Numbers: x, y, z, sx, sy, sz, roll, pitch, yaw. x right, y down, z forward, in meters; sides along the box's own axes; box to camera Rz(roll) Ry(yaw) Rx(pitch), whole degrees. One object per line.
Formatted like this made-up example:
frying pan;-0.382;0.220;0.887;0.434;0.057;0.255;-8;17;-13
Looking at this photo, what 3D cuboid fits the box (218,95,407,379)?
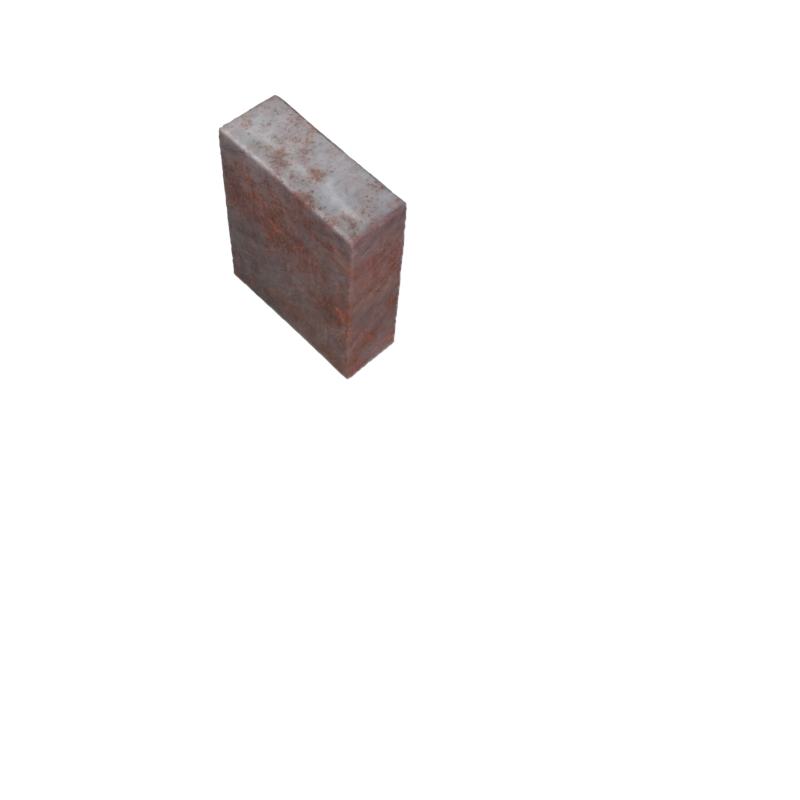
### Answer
box;-0.076;-0.139;0.972;0.072;0.174;0.200;-37;-24;-23
